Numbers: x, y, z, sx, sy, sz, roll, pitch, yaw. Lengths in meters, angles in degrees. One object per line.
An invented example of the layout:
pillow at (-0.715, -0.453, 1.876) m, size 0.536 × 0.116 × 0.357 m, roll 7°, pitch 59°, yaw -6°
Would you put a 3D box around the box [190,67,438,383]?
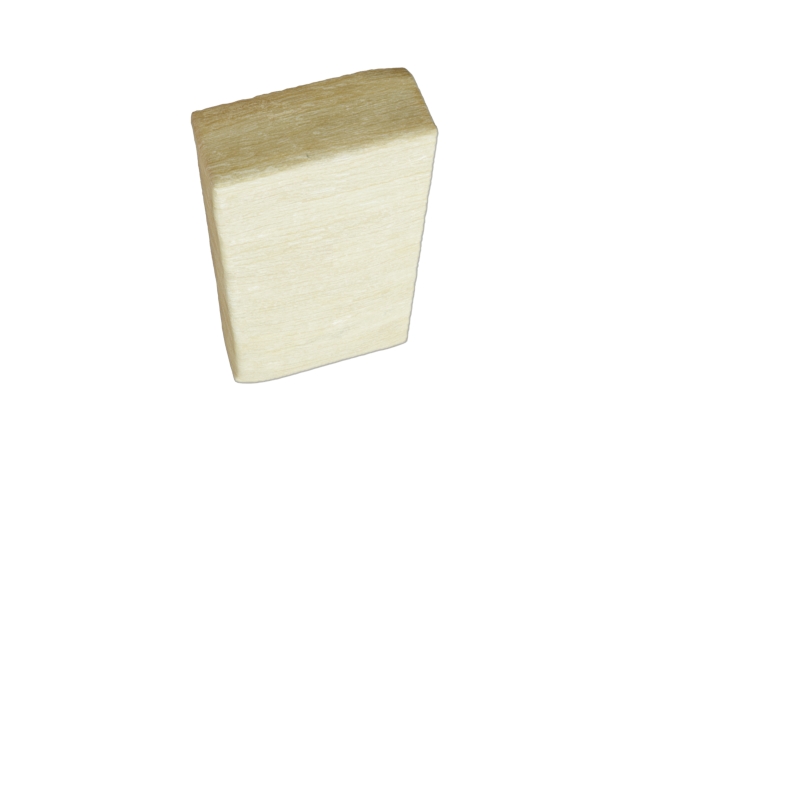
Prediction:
box at (-0.039, -0.072, 0.502) m, size 0.093 × 0.051 × 0.165 m, roll -15°, pitch -27°, yaw -12°
